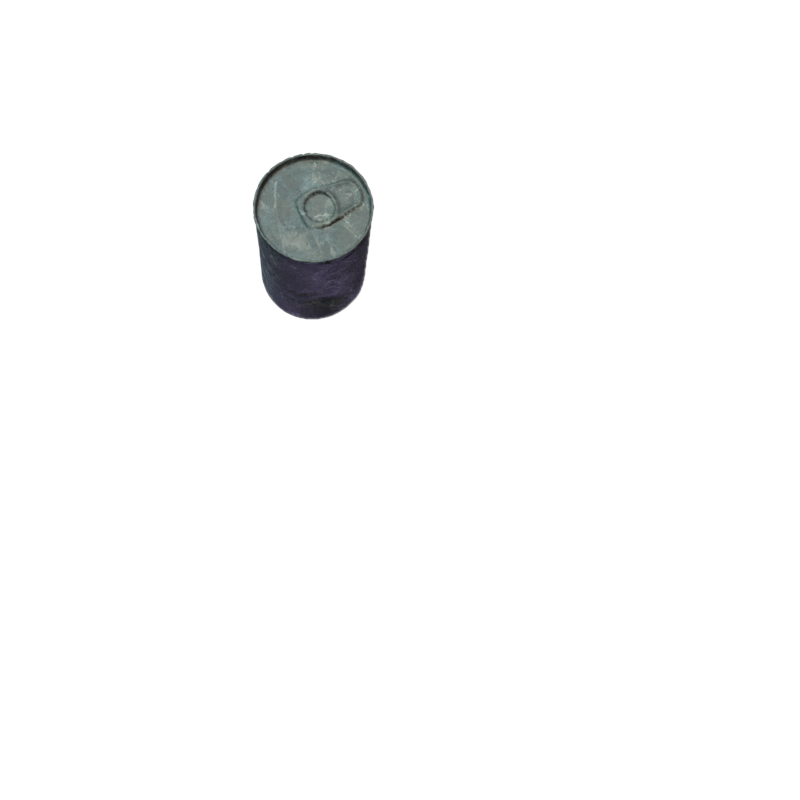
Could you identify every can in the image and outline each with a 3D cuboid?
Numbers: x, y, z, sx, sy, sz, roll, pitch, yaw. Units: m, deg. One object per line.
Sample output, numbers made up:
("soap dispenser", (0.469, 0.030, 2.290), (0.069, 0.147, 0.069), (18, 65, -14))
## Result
("can", (-0.052, -0.095, 0.667), (0.068, 0.072, 0.098), (0, -18, -3))
